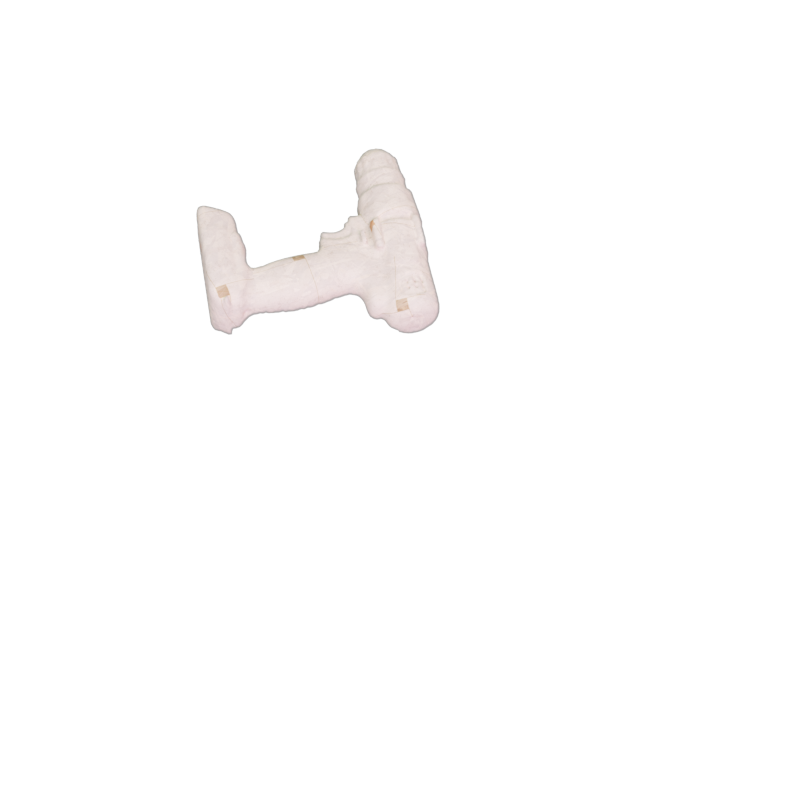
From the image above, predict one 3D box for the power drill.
[{"bbox_3d":[-0.072,-0.131,0.919,0.186,0.199,0.053,-8,-37,-6],"label":"power drill"}]
